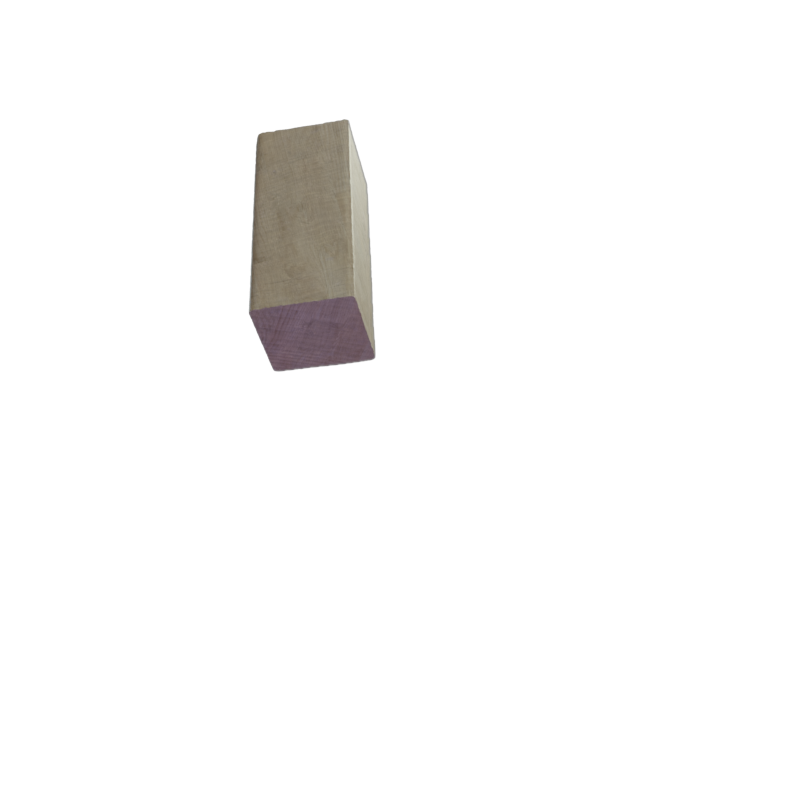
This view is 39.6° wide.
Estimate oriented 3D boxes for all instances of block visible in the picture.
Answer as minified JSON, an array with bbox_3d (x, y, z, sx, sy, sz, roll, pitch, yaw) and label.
[{"bbox_3d":[-0.077,-0.139,0.972,0.091,0.221,0.084,-9,-38,7],"label":"block"}]
